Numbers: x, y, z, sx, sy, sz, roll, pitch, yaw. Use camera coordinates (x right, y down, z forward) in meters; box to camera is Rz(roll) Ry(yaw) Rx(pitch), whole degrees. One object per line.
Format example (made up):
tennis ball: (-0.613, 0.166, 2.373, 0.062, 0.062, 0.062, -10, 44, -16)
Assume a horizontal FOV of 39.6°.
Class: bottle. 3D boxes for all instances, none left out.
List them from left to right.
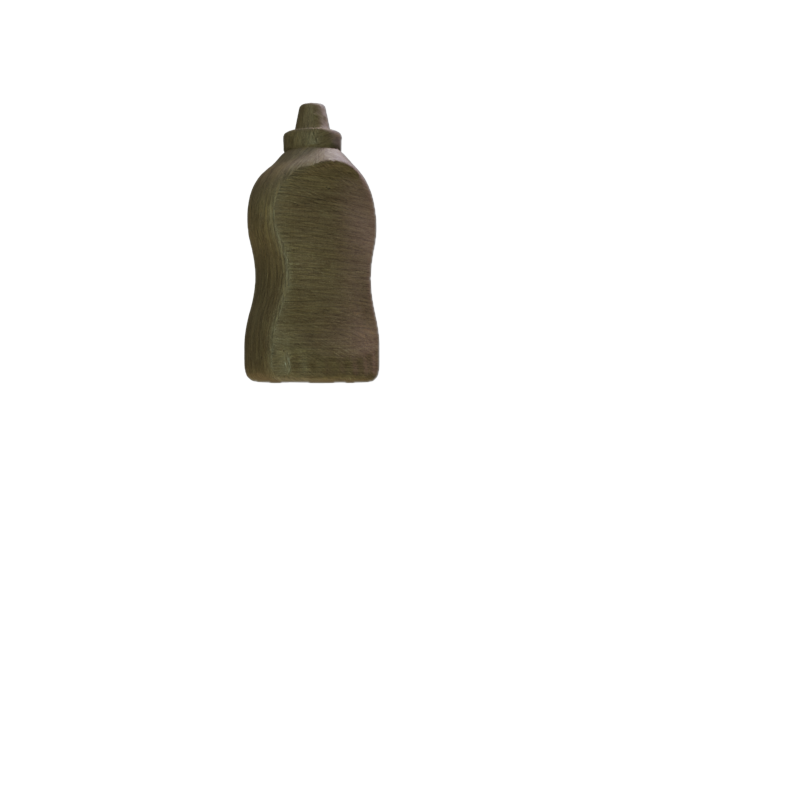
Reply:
bottle: (-0.060, -0.108, 0.759, 0.092, 0.195, 0.060, 4, -8, -36)
